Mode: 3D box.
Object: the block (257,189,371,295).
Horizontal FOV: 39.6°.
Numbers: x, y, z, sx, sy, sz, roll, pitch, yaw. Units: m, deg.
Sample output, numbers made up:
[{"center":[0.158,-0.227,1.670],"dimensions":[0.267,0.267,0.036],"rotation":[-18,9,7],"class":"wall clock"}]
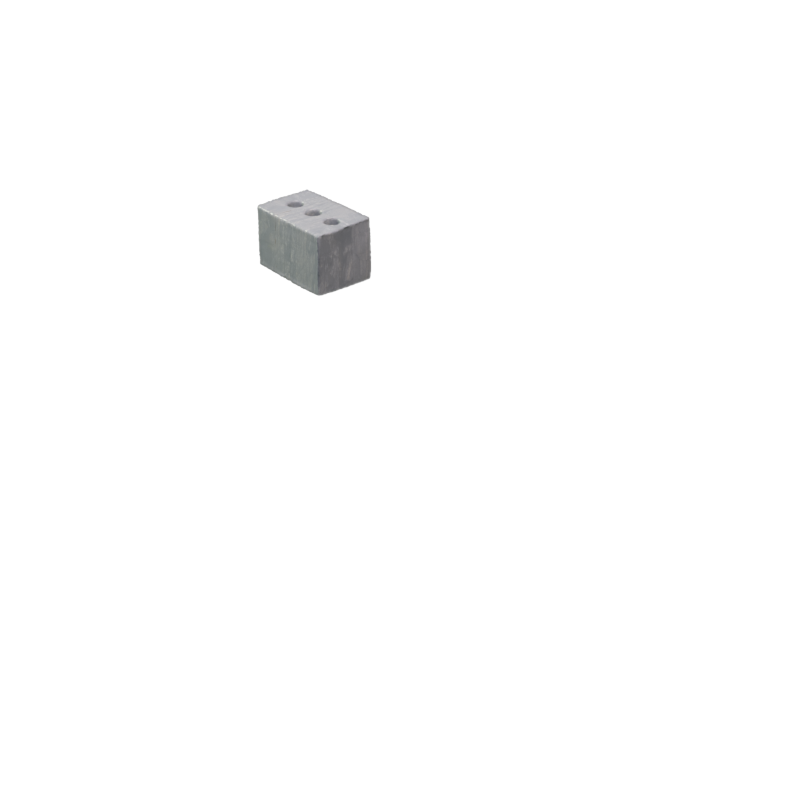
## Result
[{"center":[-0.067,-0.122,0.855],"dimensions":[0.052,0.048,0.083],"rotation":[-22,37,-36],"class":"block"}]
